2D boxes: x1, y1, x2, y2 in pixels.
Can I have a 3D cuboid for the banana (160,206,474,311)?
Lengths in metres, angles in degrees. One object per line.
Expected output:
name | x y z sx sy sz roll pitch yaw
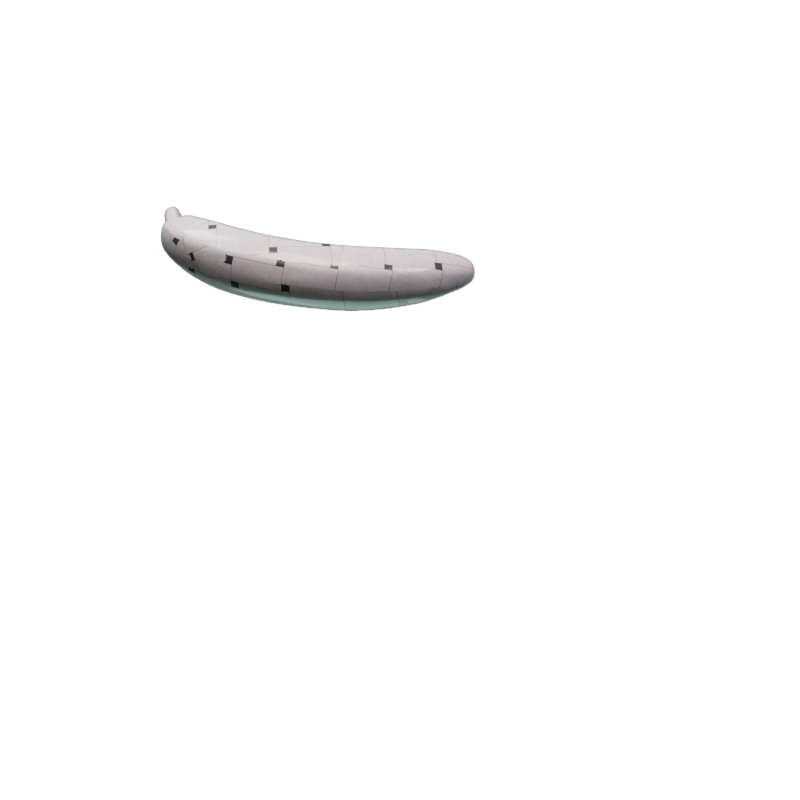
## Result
banana | -0.060 -0.081 0.636 0.203 0.034 0.072 14 42 15
